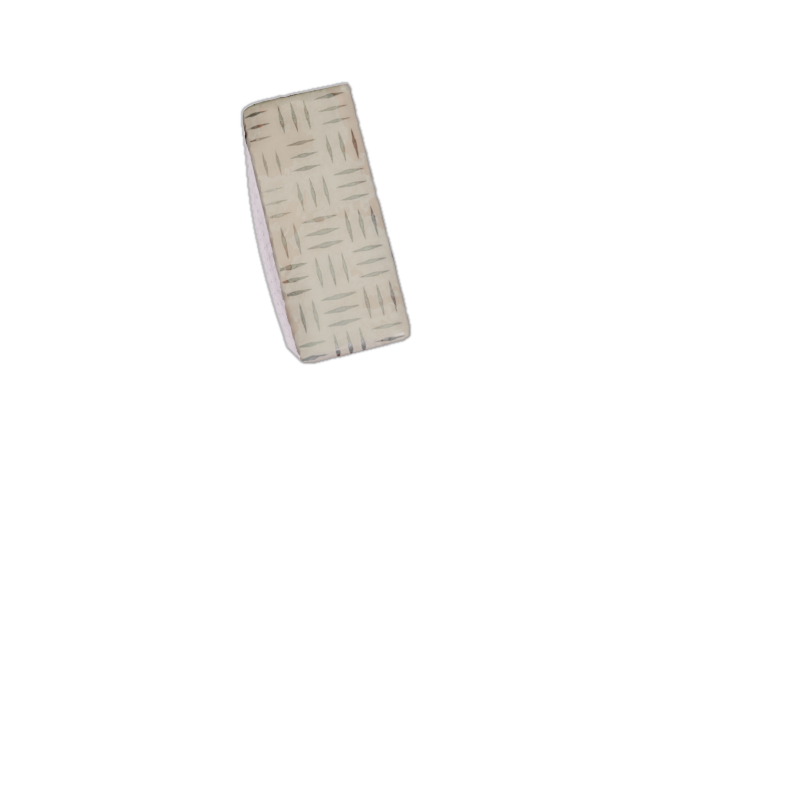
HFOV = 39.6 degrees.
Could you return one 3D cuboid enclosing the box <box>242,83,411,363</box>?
[{"bbox_3d":[-0.036,-0.066,0.461,0.048,0.094,0.176,-14,3,-3],"label":"box"}]
